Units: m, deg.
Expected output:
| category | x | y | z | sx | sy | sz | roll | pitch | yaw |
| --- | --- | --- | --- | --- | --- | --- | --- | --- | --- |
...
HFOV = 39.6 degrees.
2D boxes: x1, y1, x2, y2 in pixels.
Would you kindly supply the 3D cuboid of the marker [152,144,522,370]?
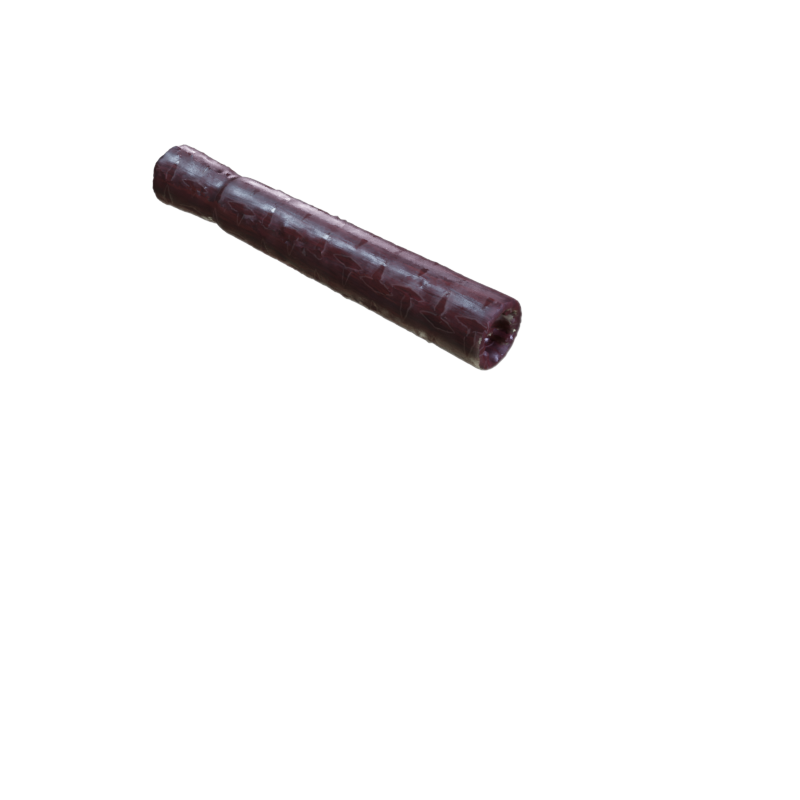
| category | x | y | z | sx | sy | sz | roll | pitch | yaw |
| --- | --- | --- | --- | --- | --- | --- | --- | --- | --- |
| marker | -0.023 | -0.042 | 0.296 | 0.129 | 0.019 | 0.019 | 30 | 20 | 32 |
